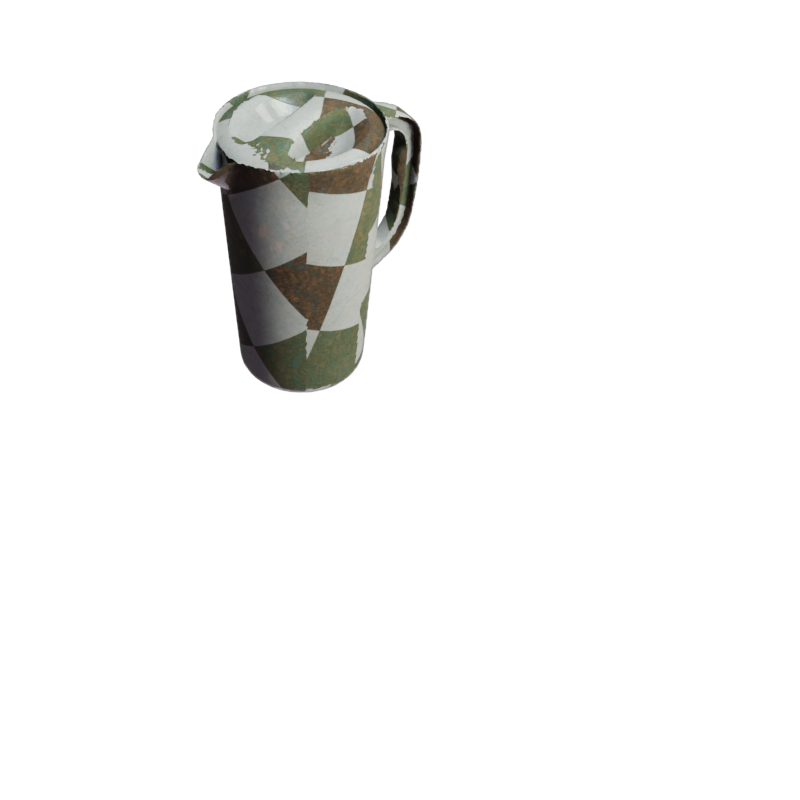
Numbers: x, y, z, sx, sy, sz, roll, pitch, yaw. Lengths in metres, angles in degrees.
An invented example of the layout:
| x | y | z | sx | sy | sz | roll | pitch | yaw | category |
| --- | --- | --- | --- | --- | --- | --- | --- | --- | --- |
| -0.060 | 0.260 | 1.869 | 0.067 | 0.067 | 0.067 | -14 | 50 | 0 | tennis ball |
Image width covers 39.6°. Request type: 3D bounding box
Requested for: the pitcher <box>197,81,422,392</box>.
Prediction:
| x | y | z | sx | sy | sz | roll | pitch | yaw | category |
| --- | --- | --- | --- | --- | --- | --- | --- | --- | --- |
| -0.071 | -0.129 | 0.904 | 0.152 | 0.227 | 0.153 | 10 | 42 | 9 | pitcher |
